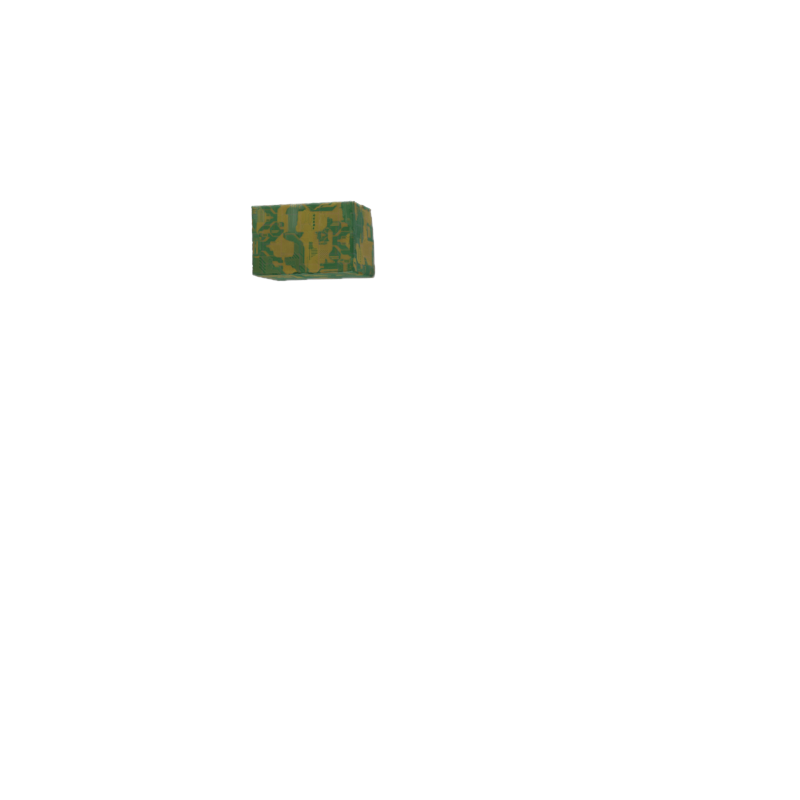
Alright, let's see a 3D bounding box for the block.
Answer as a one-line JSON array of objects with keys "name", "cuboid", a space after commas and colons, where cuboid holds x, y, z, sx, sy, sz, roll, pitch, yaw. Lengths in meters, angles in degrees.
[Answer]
[{"name": "block", "cuboid": [-0.062, -0.113, 0.795, 0.080, 0.052, 0.051, 0, -2, 17]}]
